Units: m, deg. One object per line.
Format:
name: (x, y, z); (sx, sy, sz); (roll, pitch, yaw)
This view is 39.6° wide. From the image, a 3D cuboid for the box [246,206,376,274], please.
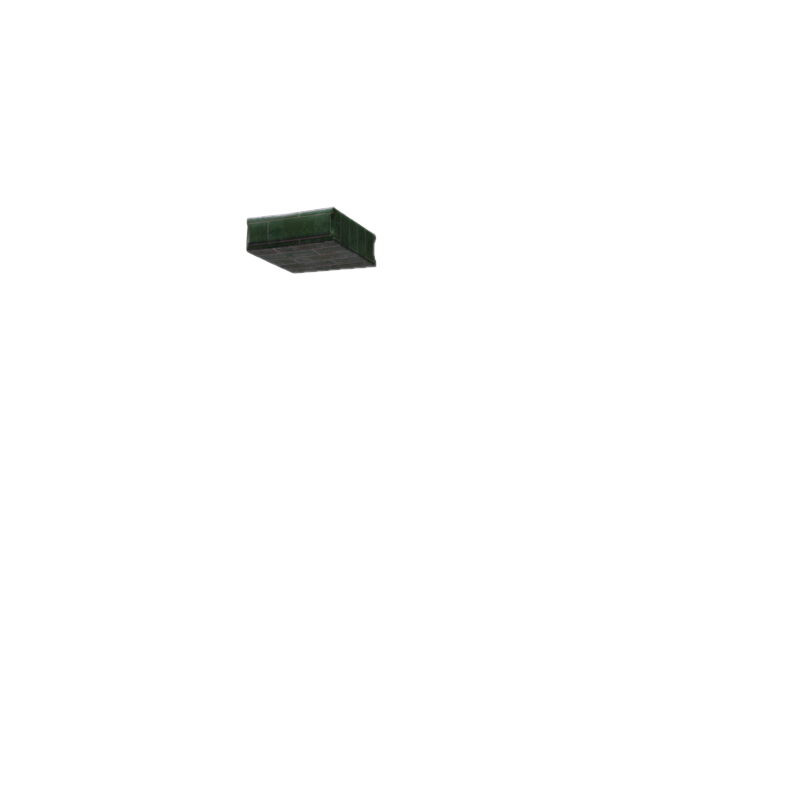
box: (-0.067, -0.123, 0.859); (0.075, 0.031, 0.085); (-3, -8, 22)
